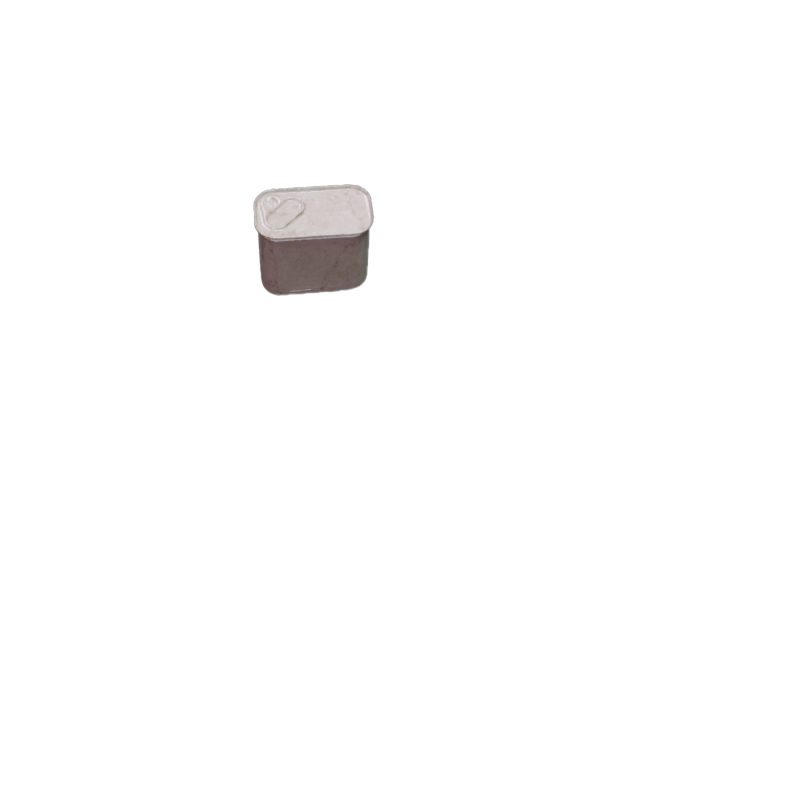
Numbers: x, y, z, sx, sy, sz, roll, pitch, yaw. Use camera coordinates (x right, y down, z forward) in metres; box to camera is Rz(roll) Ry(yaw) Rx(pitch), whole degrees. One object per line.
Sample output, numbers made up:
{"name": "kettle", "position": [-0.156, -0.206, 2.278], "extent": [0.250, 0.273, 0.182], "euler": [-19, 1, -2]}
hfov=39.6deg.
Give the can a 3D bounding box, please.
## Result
{"name": "can", "position": [-0.076, -0.139, 0.975], "extent": [0.101, 0.062, 0.078], "euler": [-4, -36, -4]}
